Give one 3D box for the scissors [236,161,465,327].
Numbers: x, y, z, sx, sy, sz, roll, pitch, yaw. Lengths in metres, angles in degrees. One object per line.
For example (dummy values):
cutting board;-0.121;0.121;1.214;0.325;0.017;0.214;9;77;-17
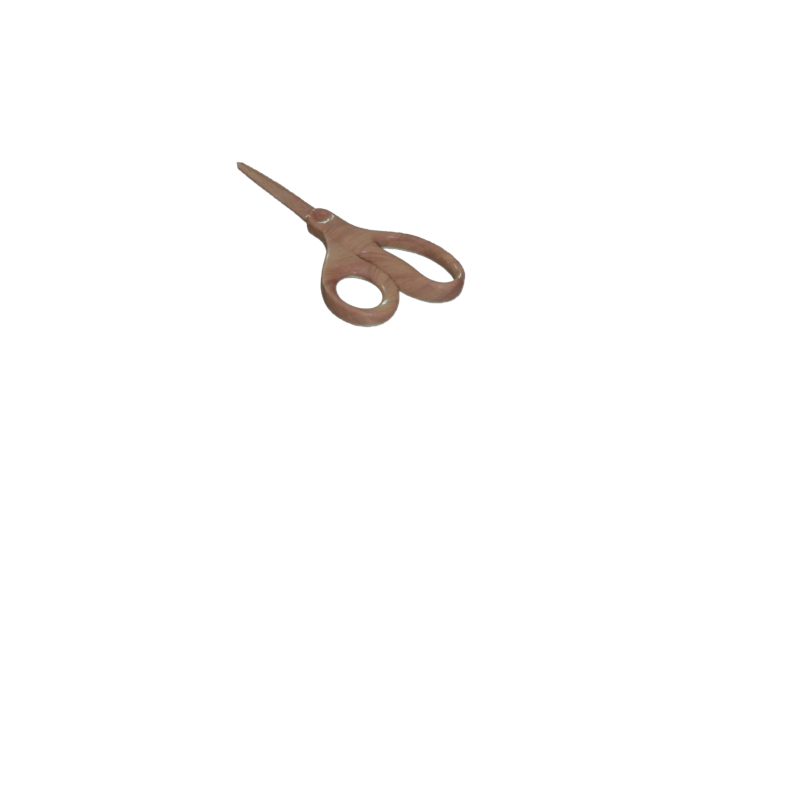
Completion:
scissors;-0.056;-0.101;0.709;0.213;0.015;0.098;26;46;27
